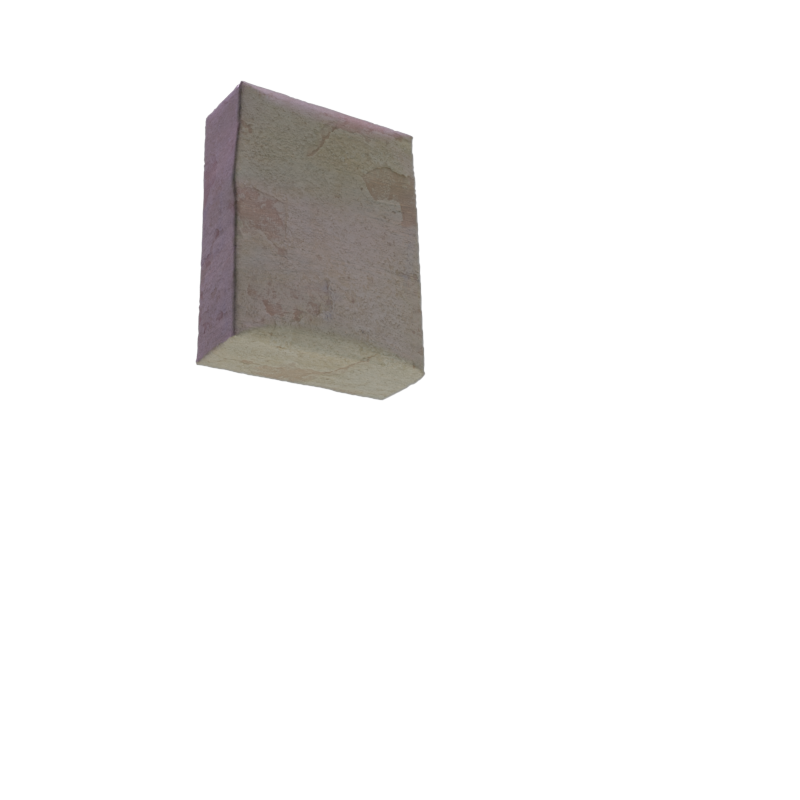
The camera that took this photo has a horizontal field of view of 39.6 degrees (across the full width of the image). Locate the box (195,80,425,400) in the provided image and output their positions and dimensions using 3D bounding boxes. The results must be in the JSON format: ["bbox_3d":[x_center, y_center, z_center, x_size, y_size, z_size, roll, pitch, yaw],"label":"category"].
[{"bbox_3d":[-0.066,-0.121,0.849,0.157,0.226,0.071,12,-28,-29],"label":"box"}]
